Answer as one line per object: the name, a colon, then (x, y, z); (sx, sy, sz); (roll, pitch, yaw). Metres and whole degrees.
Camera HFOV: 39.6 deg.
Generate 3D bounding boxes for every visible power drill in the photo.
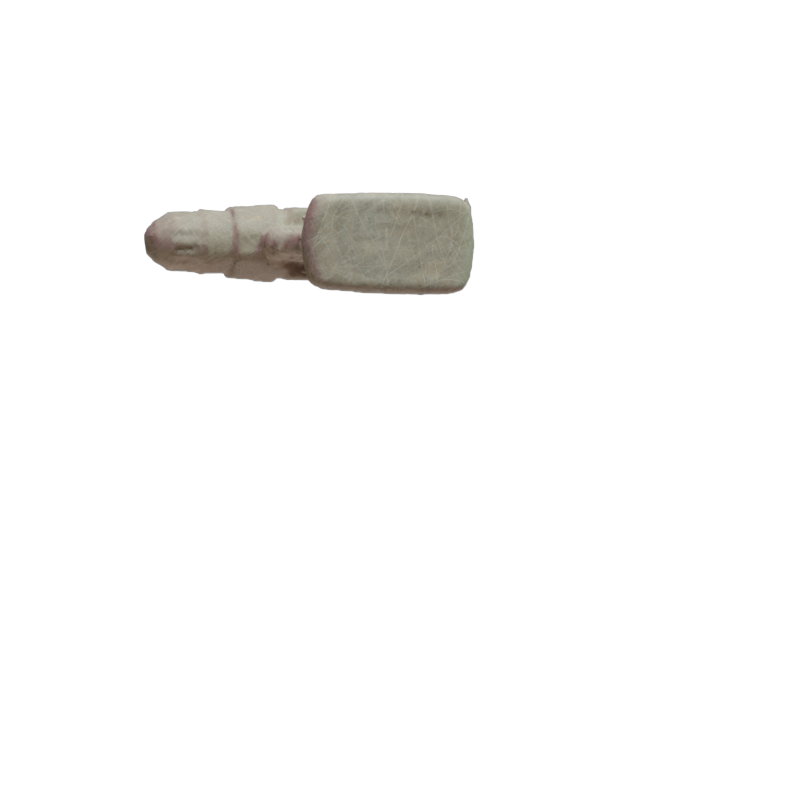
power drill: (-0.054, -0.099, 0.691); (0.180, 0.057, 0.195); (-3, 9, -22)
